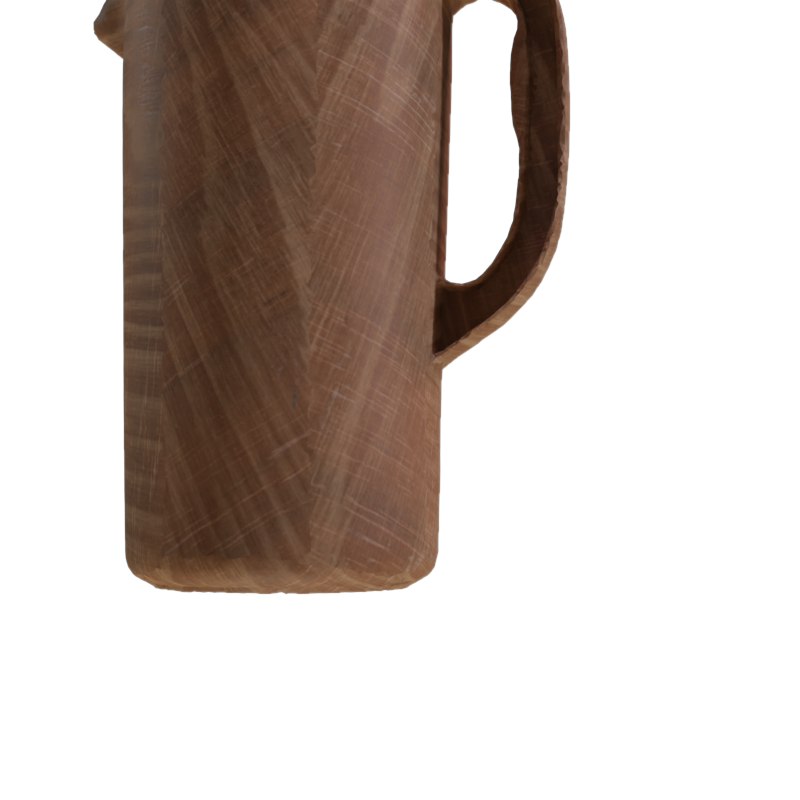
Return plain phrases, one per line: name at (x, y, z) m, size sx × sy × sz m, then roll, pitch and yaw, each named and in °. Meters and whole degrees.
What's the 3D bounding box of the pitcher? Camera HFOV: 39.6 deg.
pitcher at (-0.032, -0.058, 0.407) m, size 0.139 × 0.251 × 0.151 m, roll 6°, pitch -14°, yaw -30°
